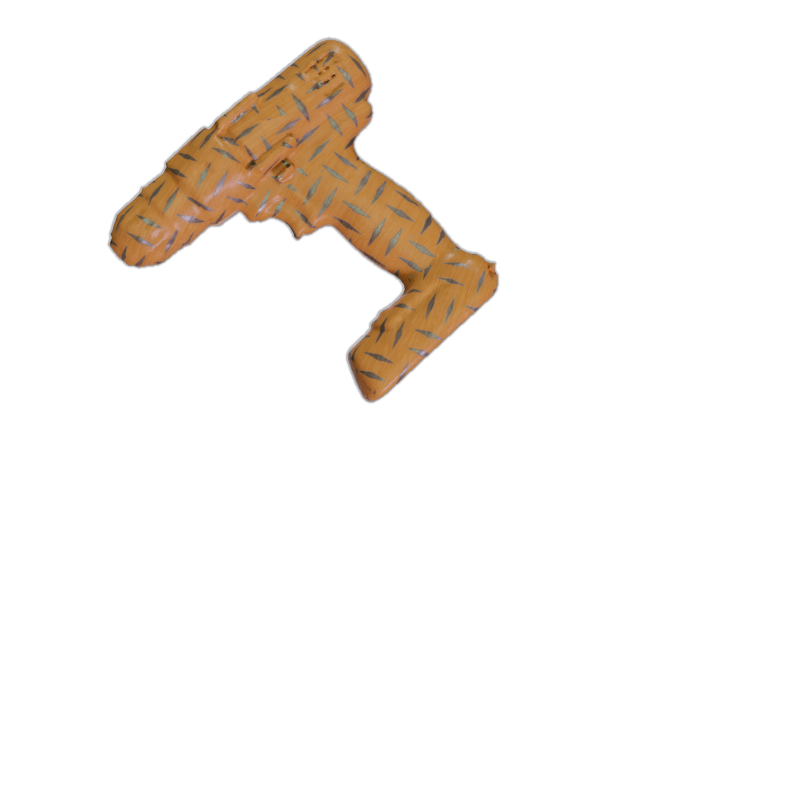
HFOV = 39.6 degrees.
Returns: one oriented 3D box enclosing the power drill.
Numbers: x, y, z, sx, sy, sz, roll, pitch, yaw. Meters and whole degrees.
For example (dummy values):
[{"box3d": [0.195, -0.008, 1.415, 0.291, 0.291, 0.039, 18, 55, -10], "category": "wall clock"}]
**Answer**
[{"box3d": [-0.051, -0.092, 0.648, 0.185, 0.190, 0.057, -41, -3, -3], "category": "power drill"}]
